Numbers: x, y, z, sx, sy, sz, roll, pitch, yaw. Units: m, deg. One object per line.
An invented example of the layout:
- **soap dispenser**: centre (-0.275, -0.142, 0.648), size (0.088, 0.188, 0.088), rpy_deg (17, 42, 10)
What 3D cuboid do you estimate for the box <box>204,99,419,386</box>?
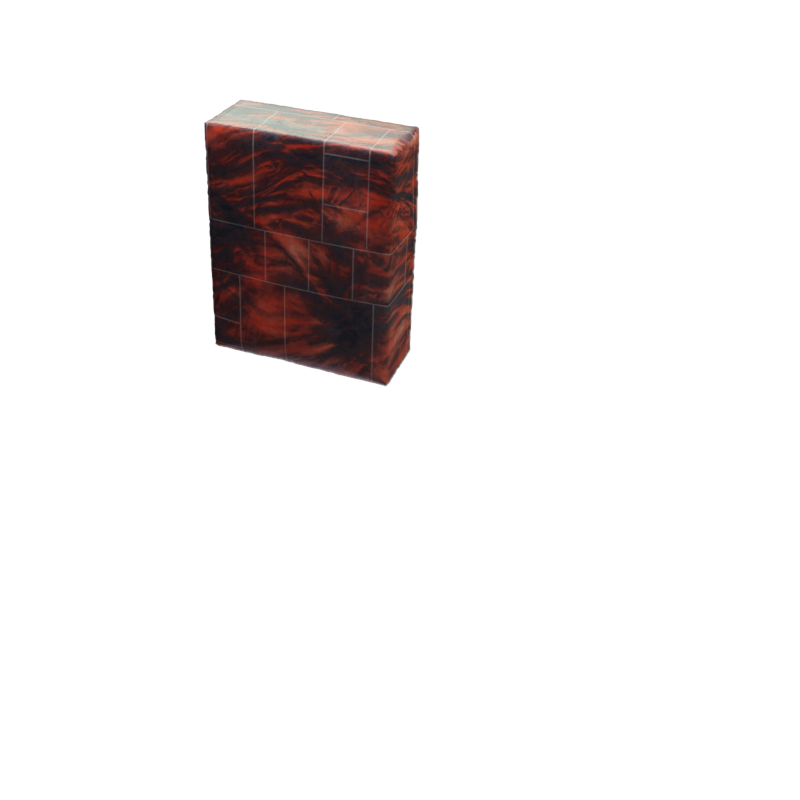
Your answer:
- **box**: centre (-0.072, -0.132, 0.926), size (0.170, 0.201, 0.074), rpy_deg (14, 32, 19)
